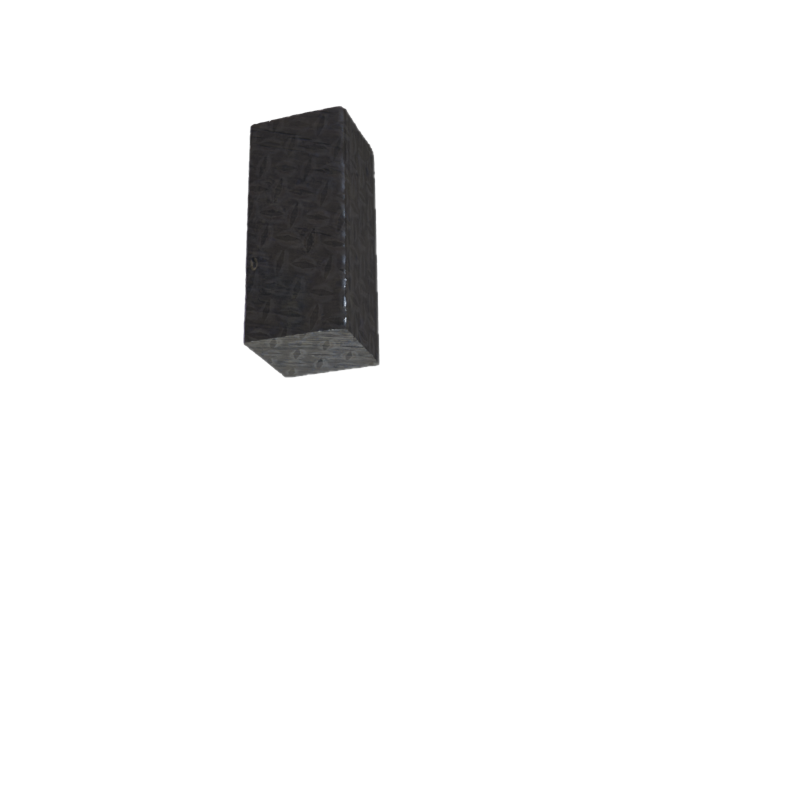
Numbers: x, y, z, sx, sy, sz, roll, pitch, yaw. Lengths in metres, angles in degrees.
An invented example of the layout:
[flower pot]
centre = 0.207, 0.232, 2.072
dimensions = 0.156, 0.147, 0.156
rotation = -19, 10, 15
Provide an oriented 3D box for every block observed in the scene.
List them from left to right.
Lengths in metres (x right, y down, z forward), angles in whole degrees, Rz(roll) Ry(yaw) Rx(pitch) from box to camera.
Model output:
[block]
centre = -0.074, -0.136, 0.952
dimensions = 0.091, 0.218, 0.084
rotation = -10, -26, 17
